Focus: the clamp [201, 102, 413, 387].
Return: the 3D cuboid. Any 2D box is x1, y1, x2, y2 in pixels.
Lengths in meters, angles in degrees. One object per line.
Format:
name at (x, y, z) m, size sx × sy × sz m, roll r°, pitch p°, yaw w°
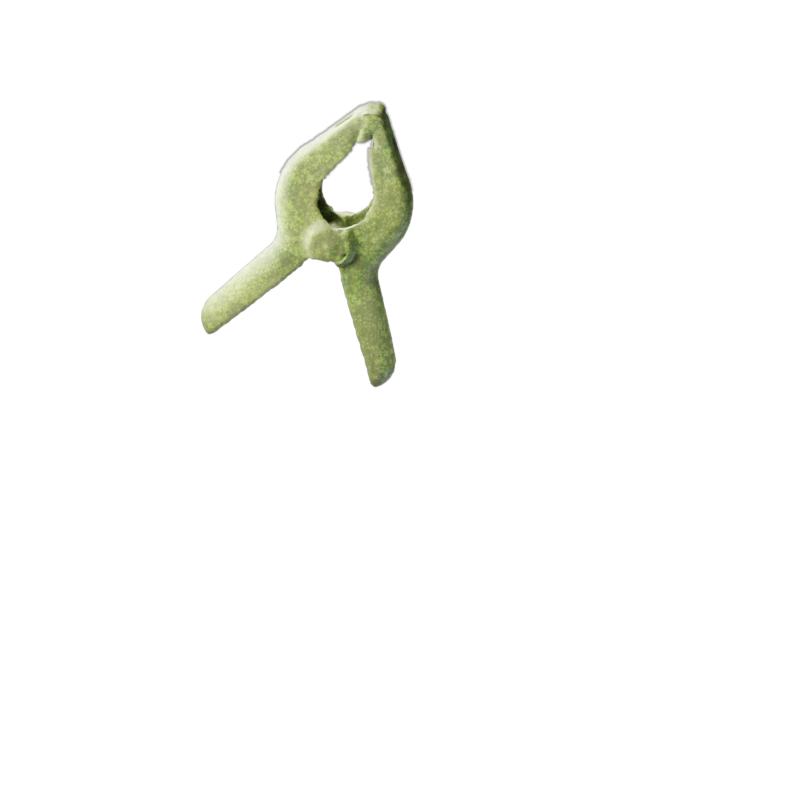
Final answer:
clamp at (-0.050, -0.092, 0.645) m, size 0.119 × 0.164 × 0.041 m, roll 8°, pitch 21°, yaw -4°
